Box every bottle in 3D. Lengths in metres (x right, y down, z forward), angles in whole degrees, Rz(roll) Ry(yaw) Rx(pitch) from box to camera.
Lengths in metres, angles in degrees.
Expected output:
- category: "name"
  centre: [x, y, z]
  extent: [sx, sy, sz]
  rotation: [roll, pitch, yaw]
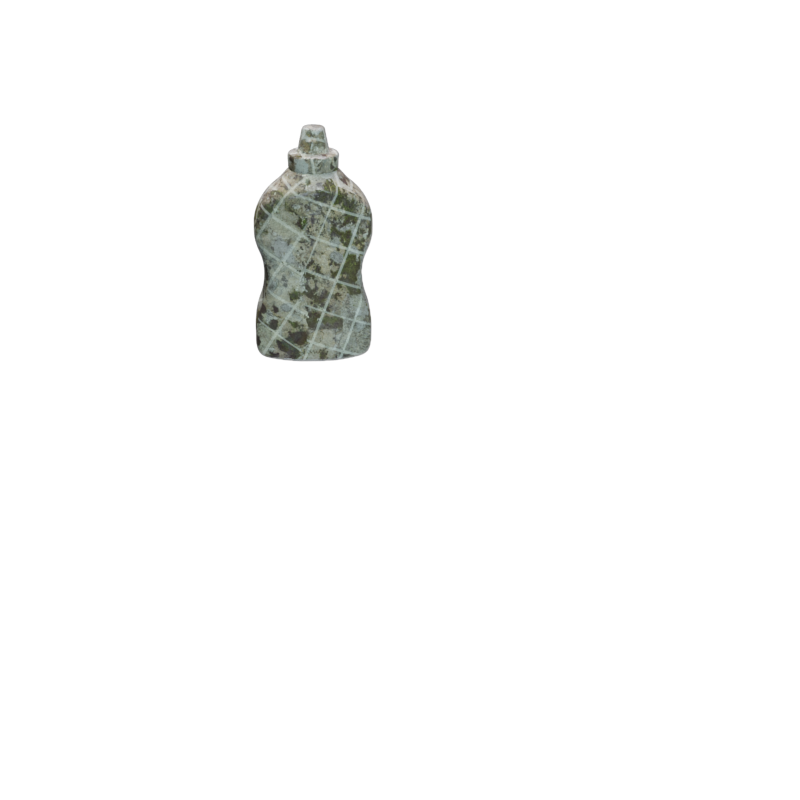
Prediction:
- category: "bottle"
  centre: [-0.070, -0.128, 0.900]
  extent: [0.096, 0.183, 0.061]
  rotation: [0, 20, -2]
